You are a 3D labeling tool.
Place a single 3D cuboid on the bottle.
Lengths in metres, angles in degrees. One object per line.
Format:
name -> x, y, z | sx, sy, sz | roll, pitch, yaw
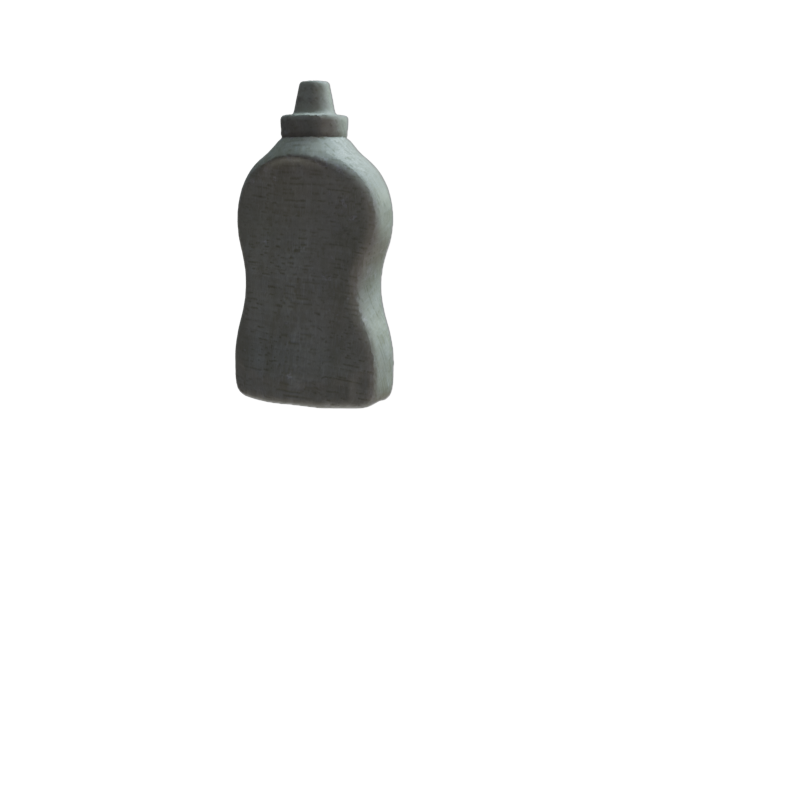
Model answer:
bottle -> -0.052, -0.095, 0.668 | 0.099, 0.190, 0.057 | 3, 5, 28
